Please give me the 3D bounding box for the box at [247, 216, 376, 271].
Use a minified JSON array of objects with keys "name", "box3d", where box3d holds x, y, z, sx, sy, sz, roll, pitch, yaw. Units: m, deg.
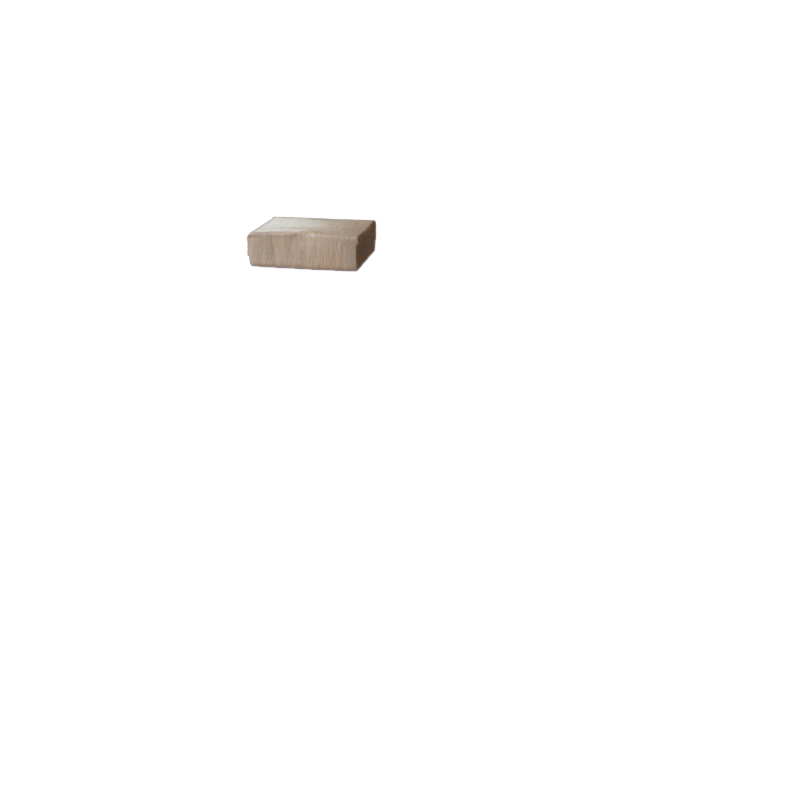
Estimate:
[{"name":"box","box3d":[-0.069,-0.125,0.879,0.091,0.029,0.074,4,18,11]}]
